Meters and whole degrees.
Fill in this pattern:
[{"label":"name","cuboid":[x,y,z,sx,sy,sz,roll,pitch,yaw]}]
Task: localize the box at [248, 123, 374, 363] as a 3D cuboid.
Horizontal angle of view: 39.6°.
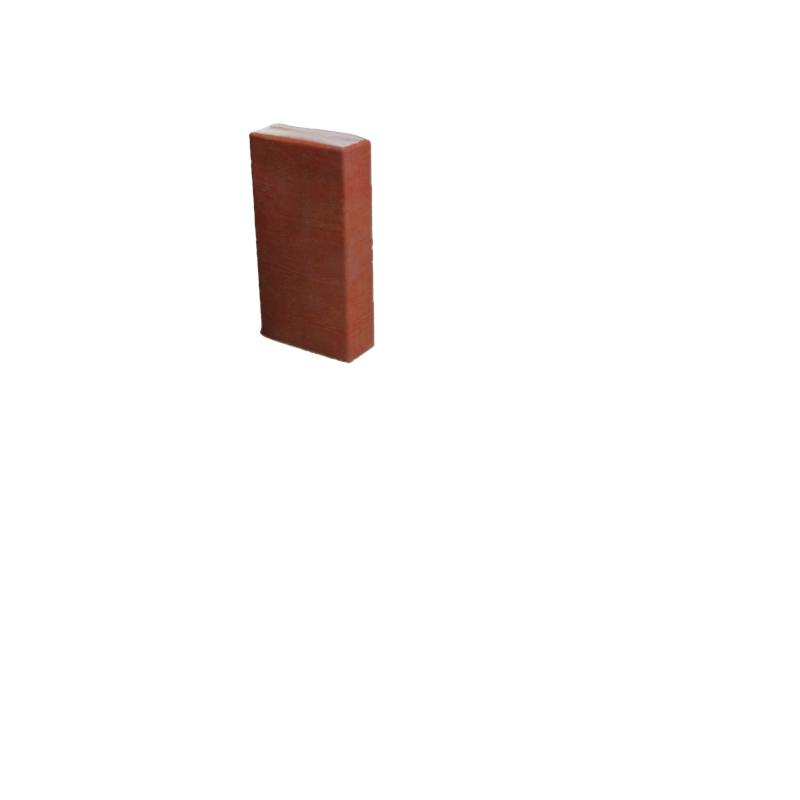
[{"label":"box","cuboid":[-0.068,-0.125,0.877,0.098,0.168,0.048,16,25,32]}]
